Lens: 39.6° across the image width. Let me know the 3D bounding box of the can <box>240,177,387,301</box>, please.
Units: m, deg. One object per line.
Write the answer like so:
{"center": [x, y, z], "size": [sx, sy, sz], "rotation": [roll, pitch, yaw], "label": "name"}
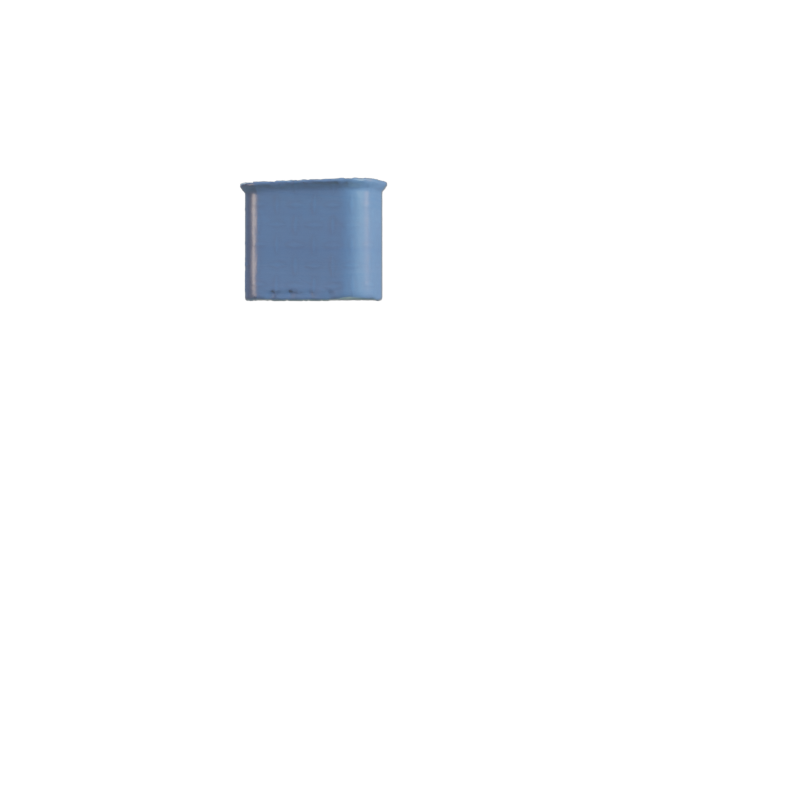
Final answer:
{"center": [-0.061, -0.112, 0.784], "size": [0.105, 0.084, 0.056], "rotation": [1, 1, 20], "label": "can"}
